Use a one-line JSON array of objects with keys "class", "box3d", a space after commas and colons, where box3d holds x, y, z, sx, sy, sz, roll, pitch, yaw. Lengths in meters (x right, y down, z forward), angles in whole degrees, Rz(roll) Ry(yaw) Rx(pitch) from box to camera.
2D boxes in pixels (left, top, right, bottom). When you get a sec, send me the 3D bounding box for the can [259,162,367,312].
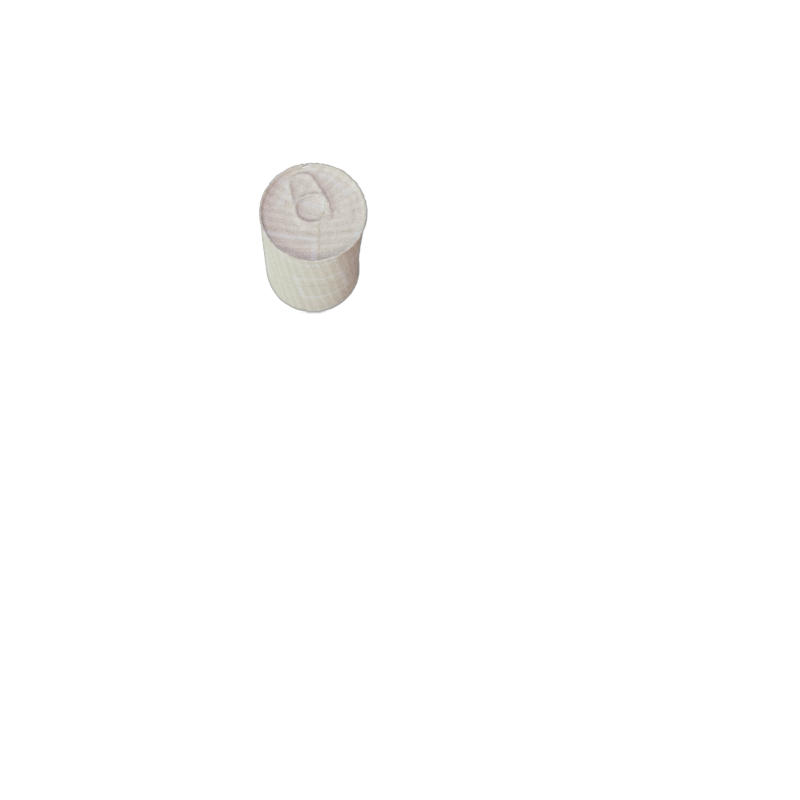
[{"class": "can", "box3d": [-0.058, -0.105, 0.737, 0.068, 0.072, 0.098, 0, -17, -3]}]
